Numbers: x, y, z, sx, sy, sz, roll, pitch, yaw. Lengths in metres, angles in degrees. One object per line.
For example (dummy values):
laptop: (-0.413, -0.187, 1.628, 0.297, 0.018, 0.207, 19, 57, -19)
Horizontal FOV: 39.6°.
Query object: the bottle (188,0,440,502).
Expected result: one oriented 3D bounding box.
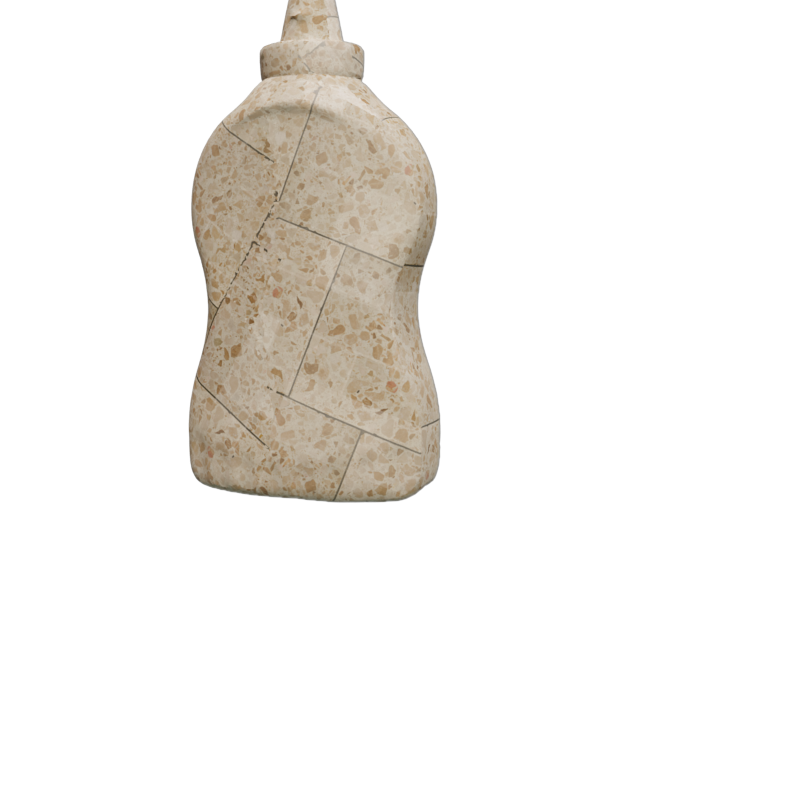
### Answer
bottle: (-0.034, -0.062, 0.432, 0.099, 0.192, 0.057, 0, 0, 21)
